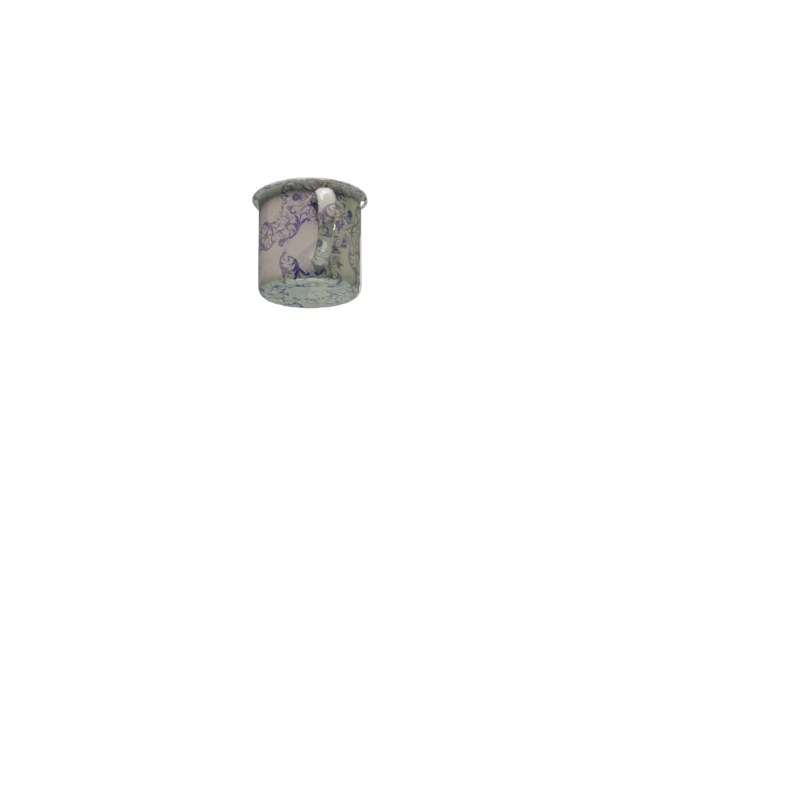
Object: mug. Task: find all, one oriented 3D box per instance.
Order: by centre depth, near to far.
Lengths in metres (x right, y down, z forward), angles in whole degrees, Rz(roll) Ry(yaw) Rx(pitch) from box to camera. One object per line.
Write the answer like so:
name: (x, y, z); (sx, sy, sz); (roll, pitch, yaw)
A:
mug: (-0.068, -0.124, 0.869); (0.091, 0.085, 0.115); (4, -15, -16)
